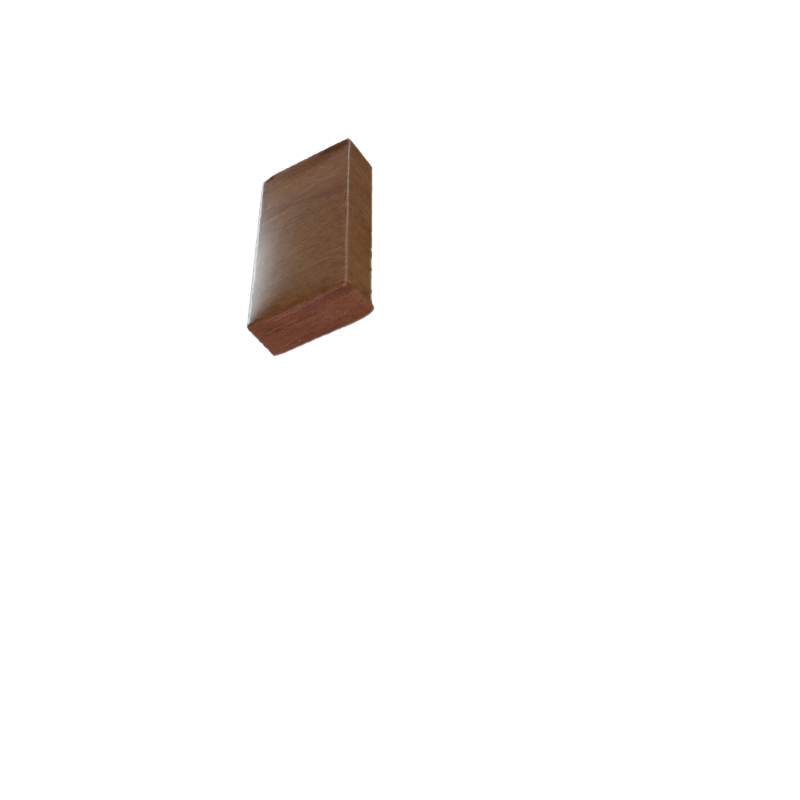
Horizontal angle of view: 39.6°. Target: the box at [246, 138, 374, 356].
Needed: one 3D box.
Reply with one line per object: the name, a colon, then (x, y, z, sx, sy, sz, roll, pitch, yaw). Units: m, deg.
box: (-0.070, -0.127, 0.888, 0.094, 0.189, 0.044, -24, -46, 21)
